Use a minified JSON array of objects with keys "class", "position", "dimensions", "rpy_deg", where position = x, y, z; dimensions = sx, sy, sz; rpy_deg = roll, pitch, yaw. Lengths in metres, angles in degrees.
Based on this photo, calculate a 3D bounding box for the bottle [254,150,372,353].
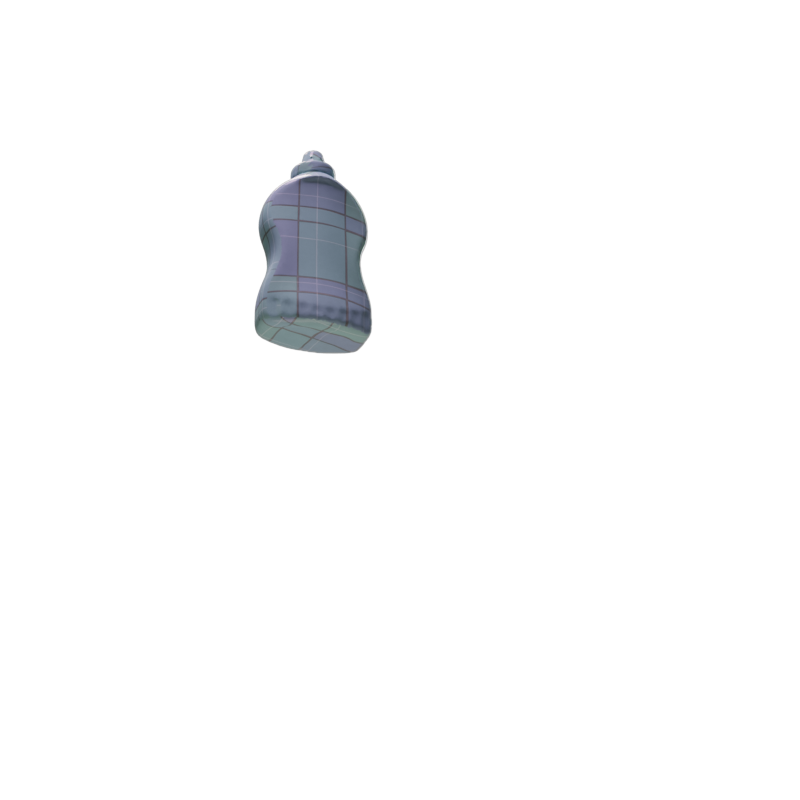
[{"class":"bottle","position":[-0.076,-0.137,0.964],"dimensions":[0.094,0.204,0.056],"rpy_deg":[7,-32,-15]}]
